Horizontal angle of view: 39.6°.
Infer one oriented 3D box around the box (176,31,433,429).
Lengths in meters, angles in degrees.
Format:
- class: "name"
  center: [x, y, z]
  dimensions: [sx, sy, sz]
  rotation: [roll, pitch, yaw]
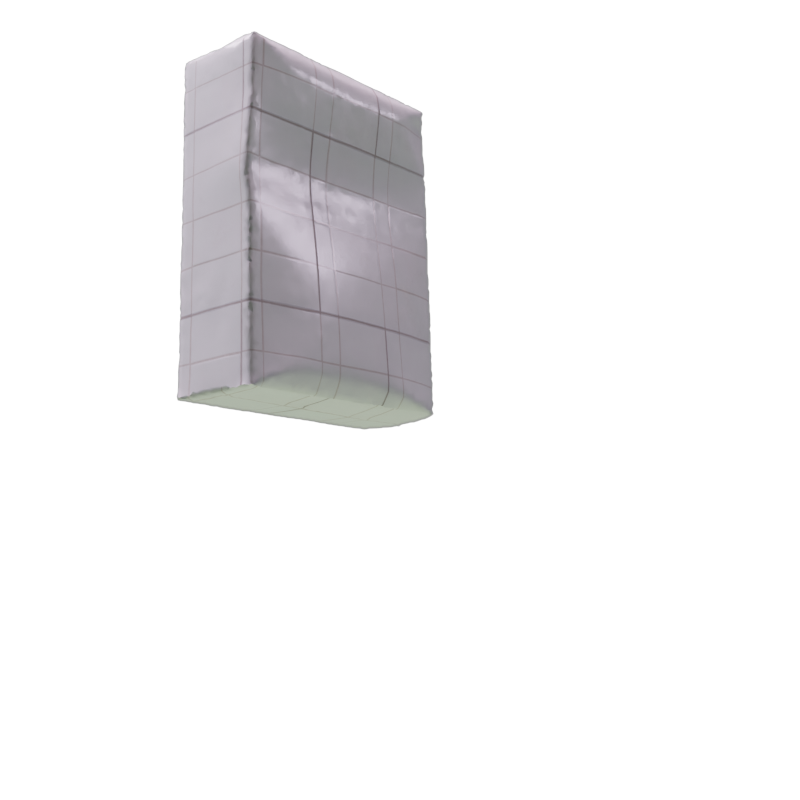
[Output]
- class: "box"
  center: [-0.054, -0.098, 0.688]
  dimensions: [0.073, 0.222, 0.155]
  rotation: [-15, -21, 40]
